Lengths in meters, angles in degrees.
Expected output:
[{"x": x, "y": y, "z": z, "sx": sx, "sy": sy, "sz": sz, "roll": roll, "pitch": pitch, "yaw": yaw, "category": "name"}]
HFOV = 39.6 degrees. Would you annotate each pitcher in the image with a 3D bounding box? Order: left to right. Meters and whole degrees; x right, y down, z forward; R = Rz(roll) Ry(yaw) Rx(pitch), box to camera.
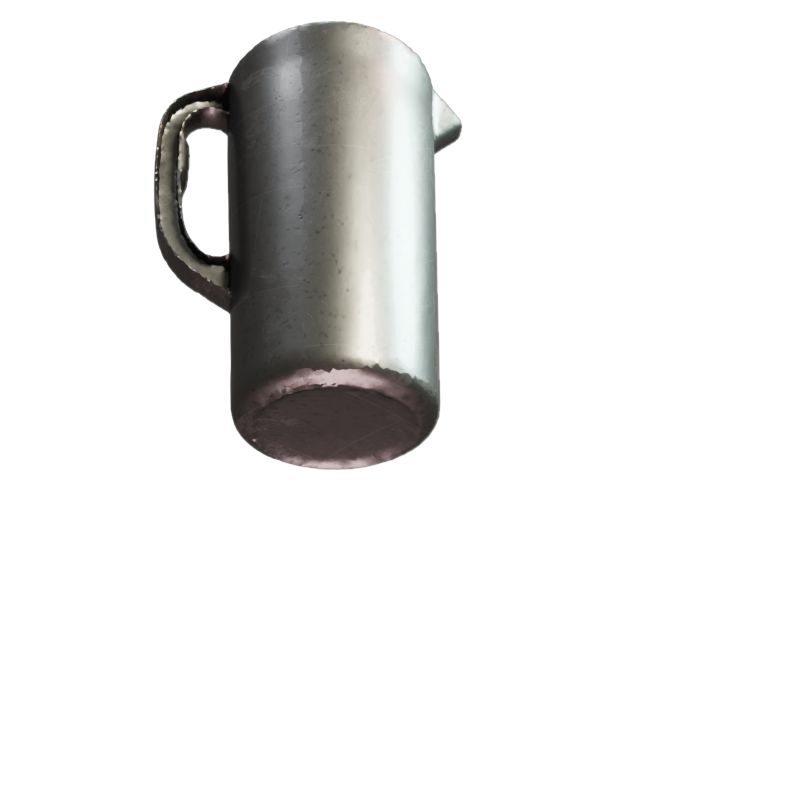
[{"x": -0.050, "y": -0.091, "z": 0.636, "sx": 0.150, "sy": 0.260, "sz": 0.134, "roll": -24, "pitch": -40, "yaw": 27, "category": "pitcher"}]
